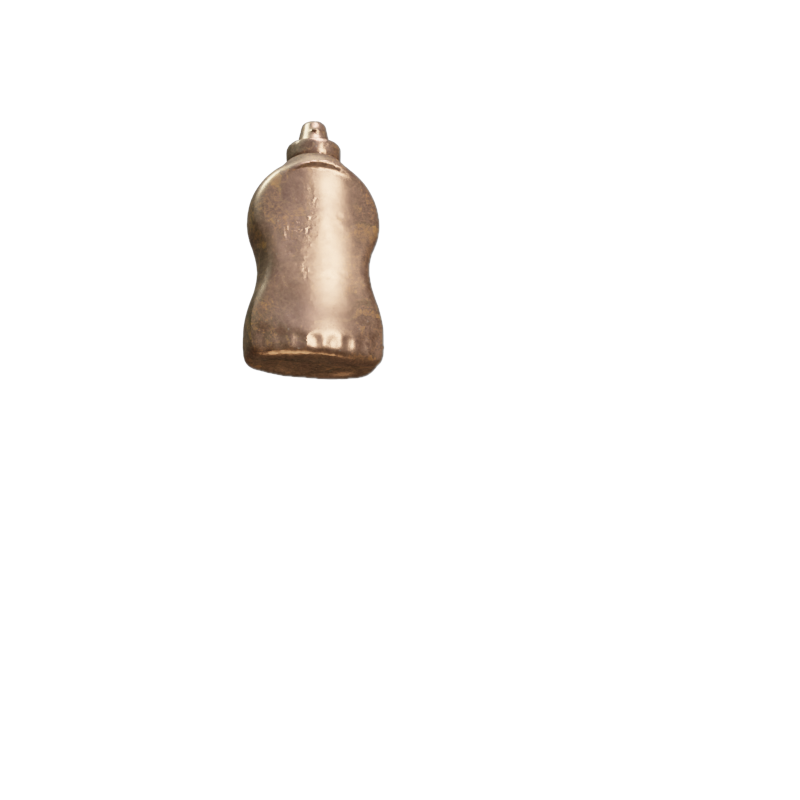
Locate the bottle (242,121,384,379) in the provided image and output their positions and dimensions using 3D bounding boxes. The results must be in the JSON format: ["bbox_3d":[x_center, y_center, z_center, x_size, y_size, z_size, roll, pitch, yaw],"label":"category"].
[{"bbox_3d":[-0.063,-0.114,0.800,0.094,0.202,0.056,4,-24,-13],"label":"bottle"}]
